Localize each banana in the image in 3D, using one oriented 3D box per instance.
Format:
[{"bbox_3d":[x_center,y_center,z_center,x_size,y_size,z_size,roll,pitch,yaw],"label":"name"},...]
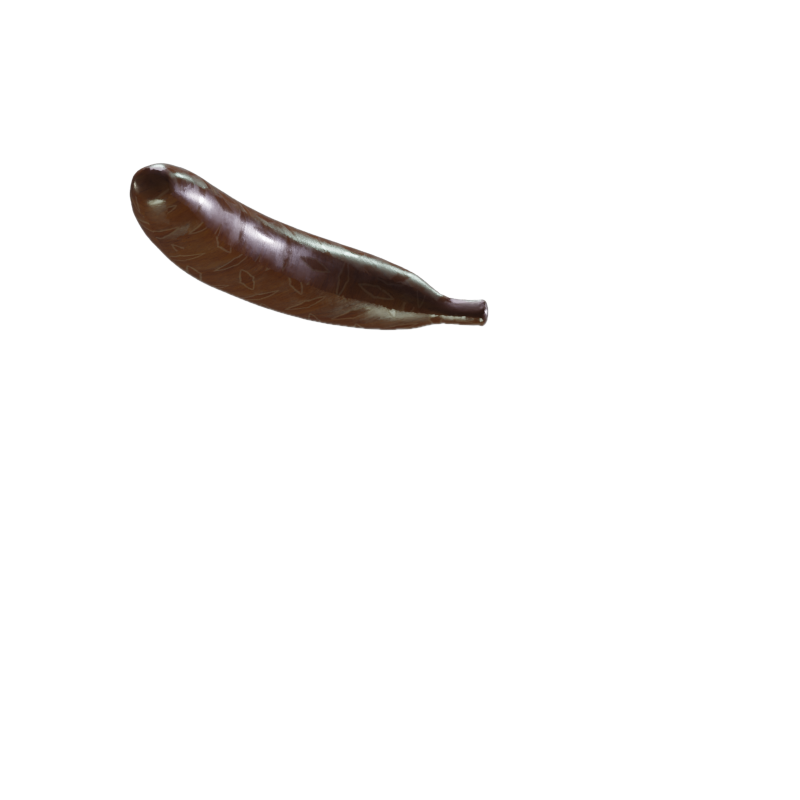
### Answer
[{"bbox_3d":[-0.047,-0.062,0.479,0.071,0.038,0.187,-15,-21,43],"label":"banana"}]
